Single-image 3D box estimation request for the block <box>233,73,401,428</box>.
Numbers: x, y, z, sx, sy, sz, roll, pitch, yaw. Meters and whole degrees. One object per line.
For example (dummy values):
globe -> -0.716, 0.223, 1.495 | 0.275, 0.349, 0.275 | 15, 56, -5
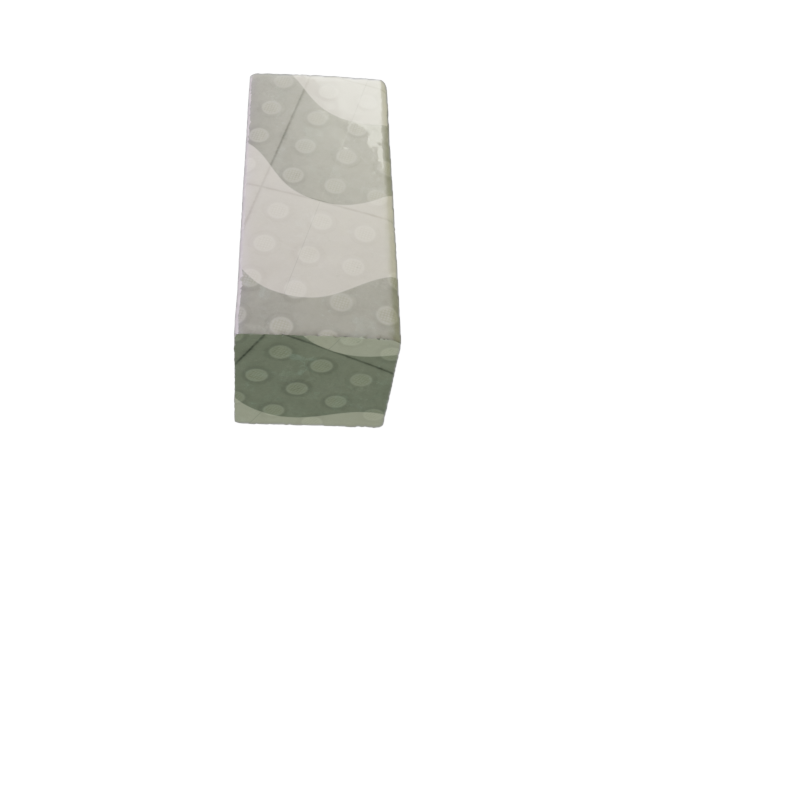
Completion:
block -> -0.052, -0.097, 0.679 | 0.090, 0.221, 0.085 | 2, -37, -6
